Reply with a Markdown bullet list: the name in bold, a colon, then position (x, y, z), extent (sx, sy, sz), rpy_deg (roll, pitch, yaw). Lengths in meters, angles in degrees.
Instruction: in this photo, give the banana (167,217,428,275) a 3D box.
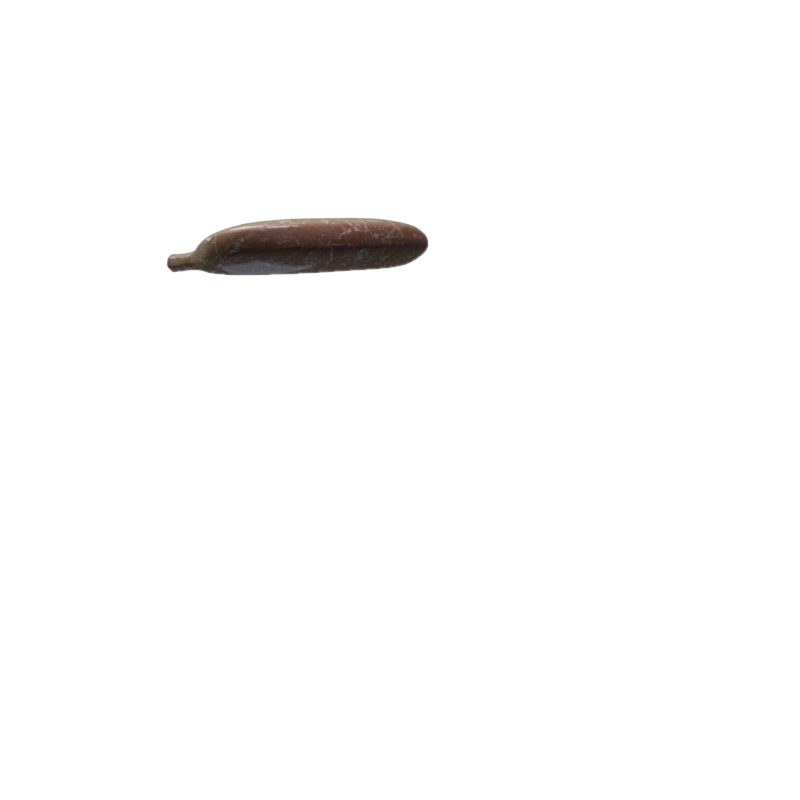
- **banana**: position (-0.055, -0.106, 0.756), extent (0.192, 0.036, 0.073), rpy_deg (-6, 12, -25)
